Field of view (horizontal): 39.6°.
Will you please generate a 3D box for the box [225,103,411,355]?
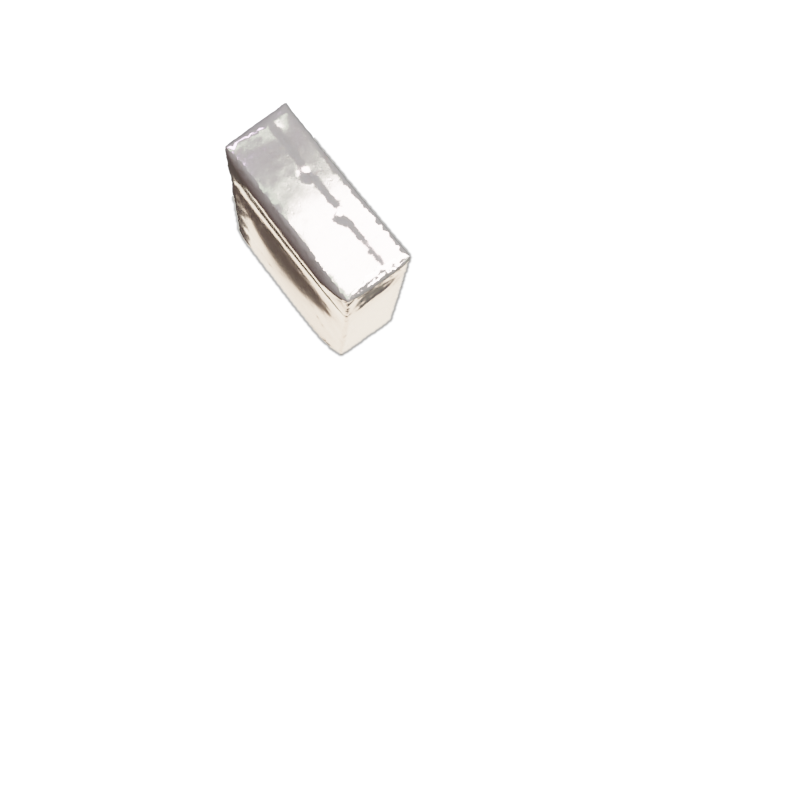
[{"bbox_3d":[-0.075,-0.137,0.958,0.072,0.169,0.207,-37,-8,-9],"label":"box"}]
